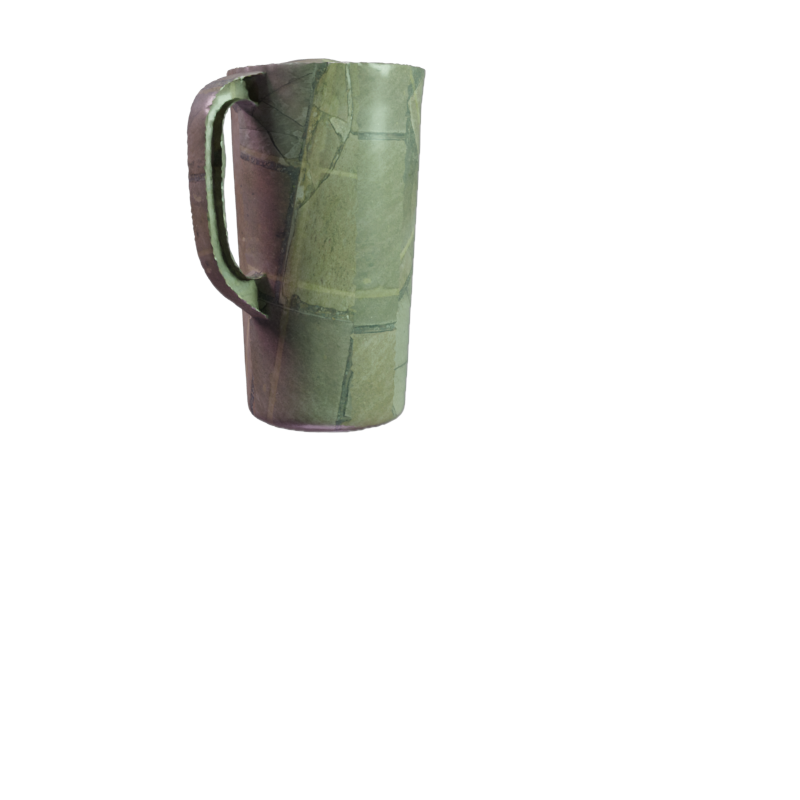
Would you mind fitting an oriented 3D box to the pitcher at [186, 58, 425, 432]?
[{"bbox_3d":[-0.058,-0.106,0.744,0.150,0.241,0.146,0,5,2],"label":"pitcher"}]
